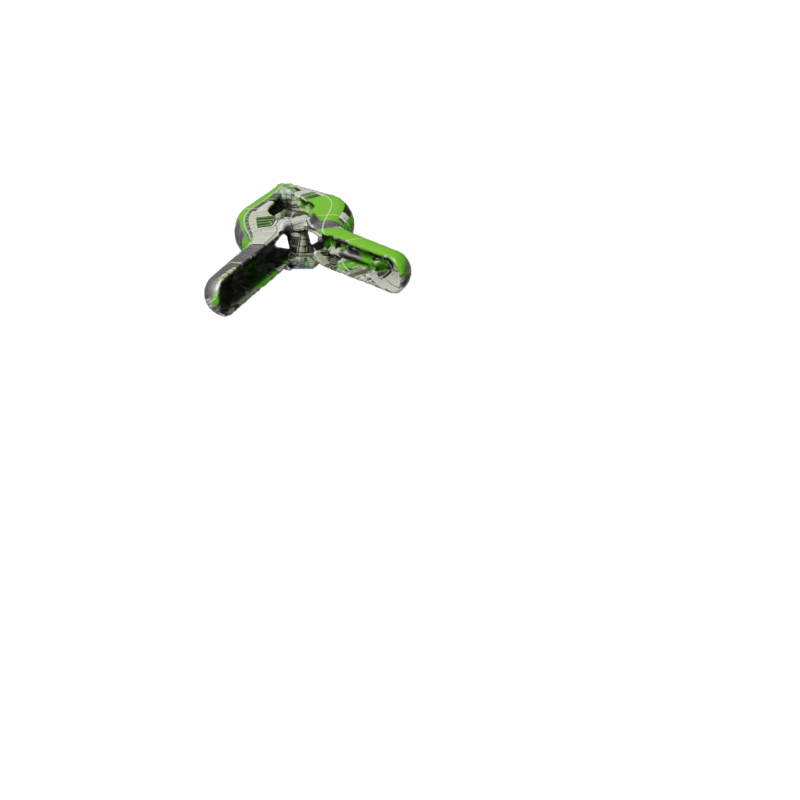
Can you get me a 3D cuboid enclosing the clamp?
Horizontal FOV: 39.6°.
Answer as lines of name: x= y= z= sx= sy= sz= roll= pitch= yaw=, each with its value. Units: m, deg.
clamp: x=-0.055 y=-0.101 z=0.707 sx=0.120 sy=0.037 sz=0.181 roll=0 pitch=30 yaw=0
